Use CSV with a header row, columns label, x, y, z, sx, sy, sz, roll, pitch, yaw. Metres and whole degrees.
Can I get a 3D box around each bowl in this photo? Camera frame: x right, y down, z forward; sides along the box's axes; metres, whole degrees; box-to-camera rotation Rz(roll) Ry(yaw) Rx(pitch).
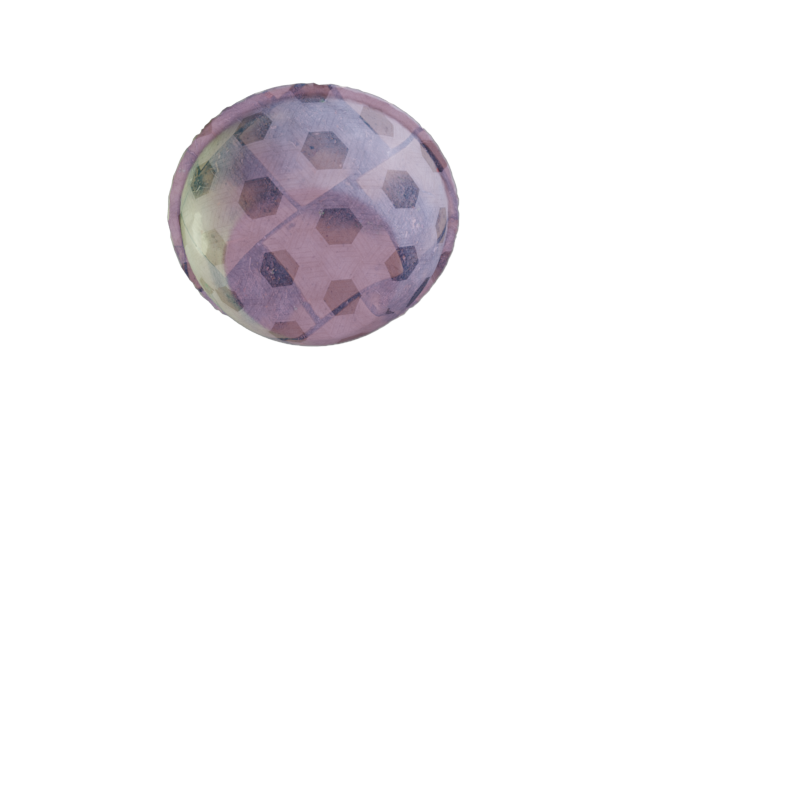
label,x,y,z,sx,sy,sz,roll,pitch,yaw
bowl,-0.046,-0.085,0.593,0.162,0.152,0.059,1,31,-1
